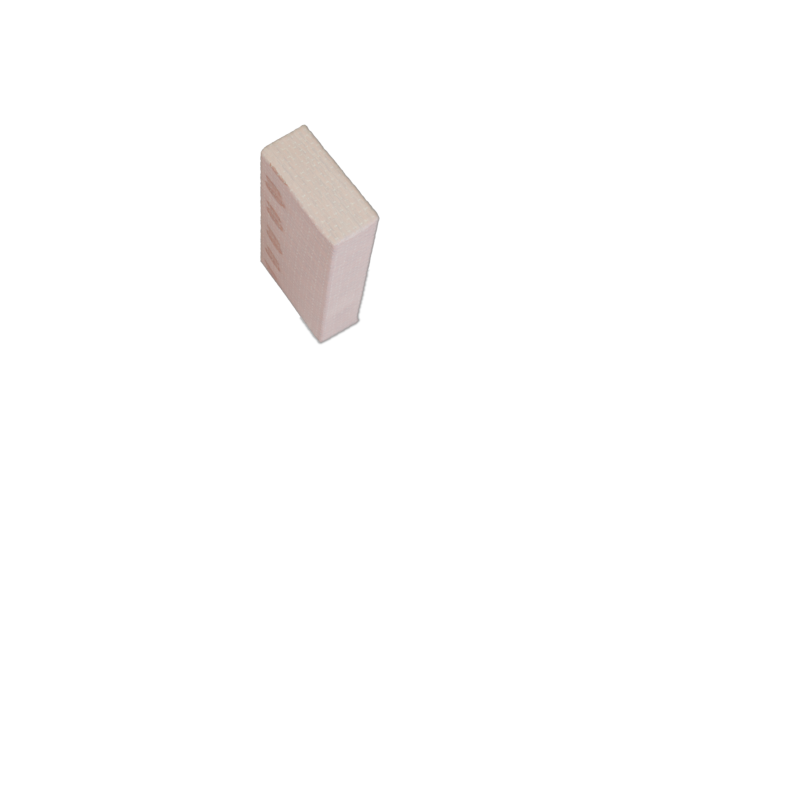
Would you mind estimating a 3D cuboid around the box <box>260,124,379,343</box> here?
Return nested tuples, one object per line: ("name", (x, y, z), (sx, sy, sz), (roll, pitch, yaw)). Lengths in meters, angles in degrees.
("box", (-0.065, -0.118, 0.827), (0.048, 0.098, 0.168), (-32, -16, -14))
